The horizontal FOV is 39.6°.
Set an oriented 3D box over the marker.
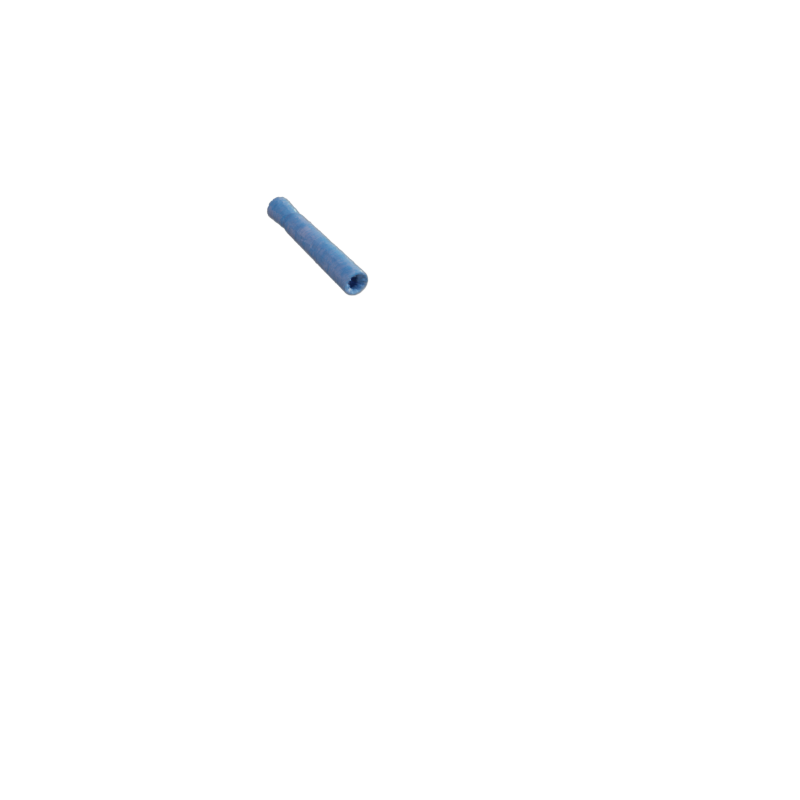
[{"bbox_3d":[-0.061,-0.110,0.773,0.019,0.019,0.131,-2,33,-34],"label":"marker"}]
